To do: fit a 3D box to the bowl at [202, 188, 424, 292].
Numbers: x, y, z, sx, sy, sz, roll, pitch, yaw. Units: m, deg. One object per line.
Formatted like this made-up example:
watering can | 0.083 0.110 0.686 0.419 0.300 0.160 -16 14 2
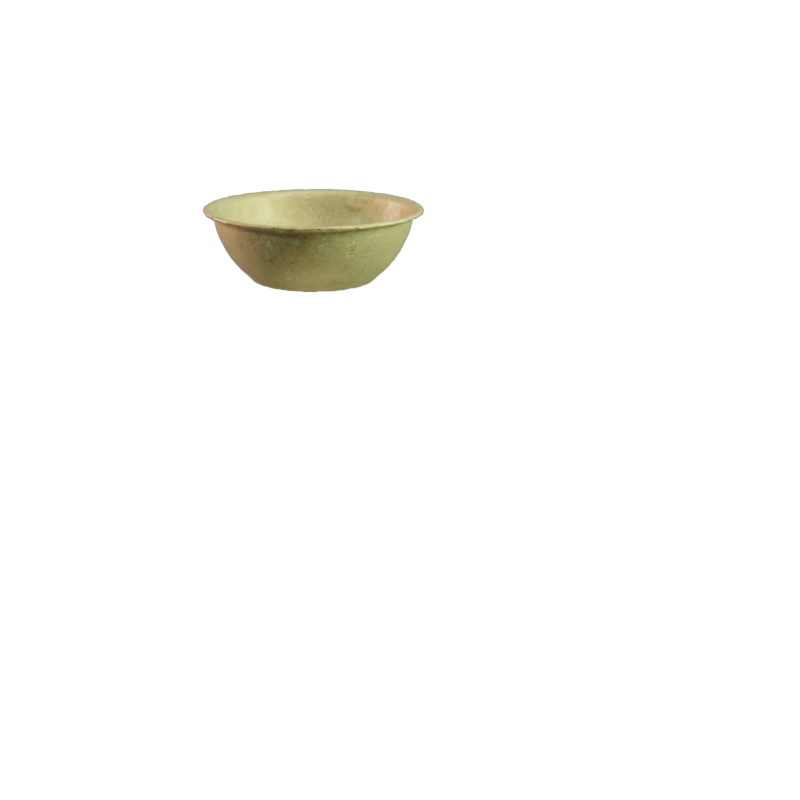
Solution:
bowl | -0.064 -0.117 0.817 0.162 0.053 0.168 -1 18 -2
